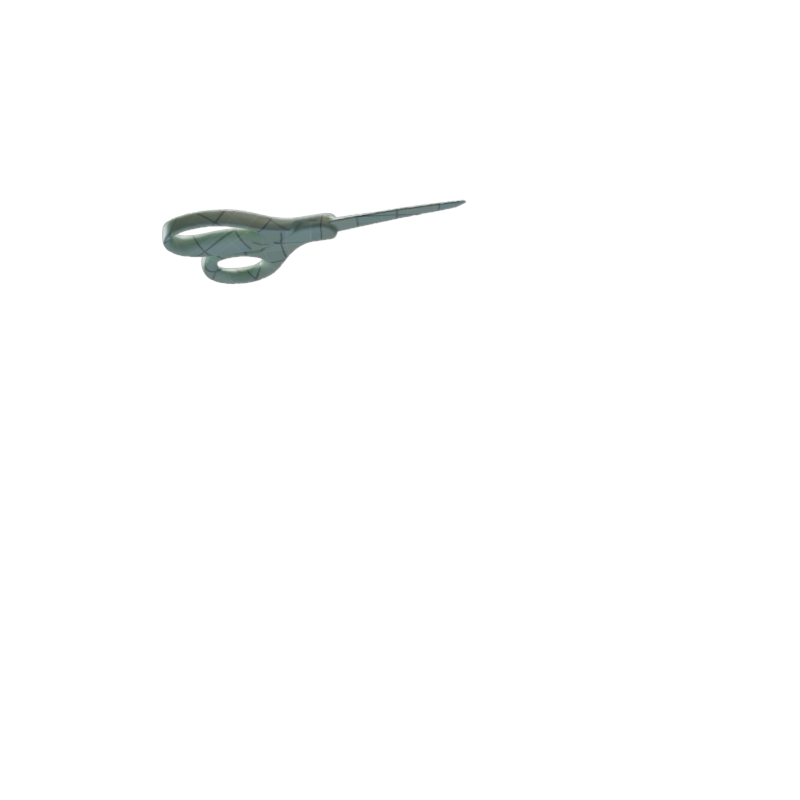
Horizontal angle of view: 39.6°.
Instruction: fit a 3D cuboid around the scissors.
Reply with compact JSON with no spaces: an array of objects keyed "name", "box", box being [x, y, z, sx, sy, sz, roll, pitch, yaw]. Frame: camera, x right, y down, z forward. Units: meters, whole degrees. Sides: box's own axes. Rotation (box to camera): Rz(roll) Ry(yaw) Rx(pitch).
[{"name":"scissors","box":[-0.059,-0.107,0.753,0.202,0.017,0.091,-1,-22,3]}]
